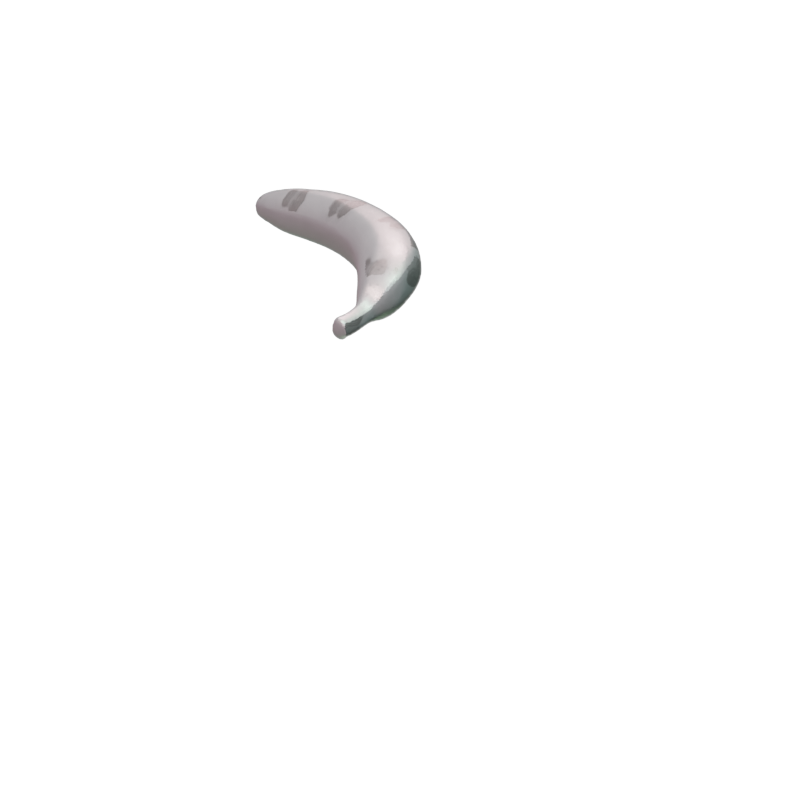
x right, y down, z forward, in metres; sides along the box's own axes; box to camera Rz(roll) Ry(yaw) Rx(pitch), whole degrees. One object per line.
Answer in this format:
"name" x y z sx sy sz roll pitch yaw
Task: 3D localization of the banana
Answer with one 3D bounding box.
"banana" -0.033 -0.095 0.663 0.068 0.035 0.211 -8 28 -16
